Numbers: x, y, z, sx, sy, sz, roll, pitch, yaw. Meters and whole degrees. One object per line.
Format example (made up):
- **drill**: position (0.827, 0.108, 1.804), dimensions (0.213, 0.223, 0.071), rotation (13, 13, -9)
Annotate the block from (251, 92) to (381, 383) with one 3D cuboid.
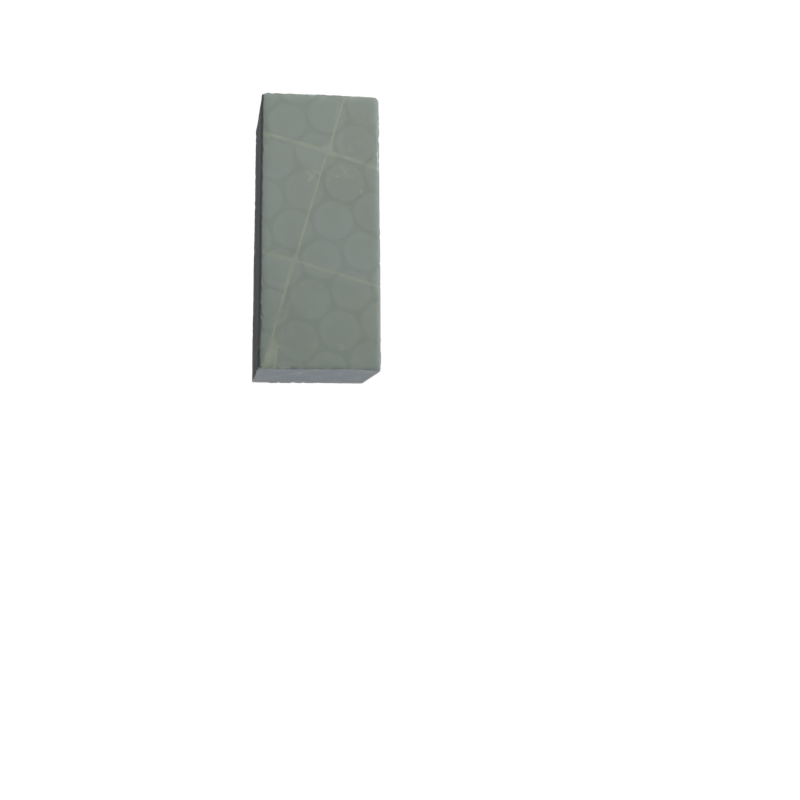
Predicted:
- **block**: position (-0.066, -0.121, 0.846), dimensions (0.089, 0.213, 0.089), rotation (1, -12, -9)
